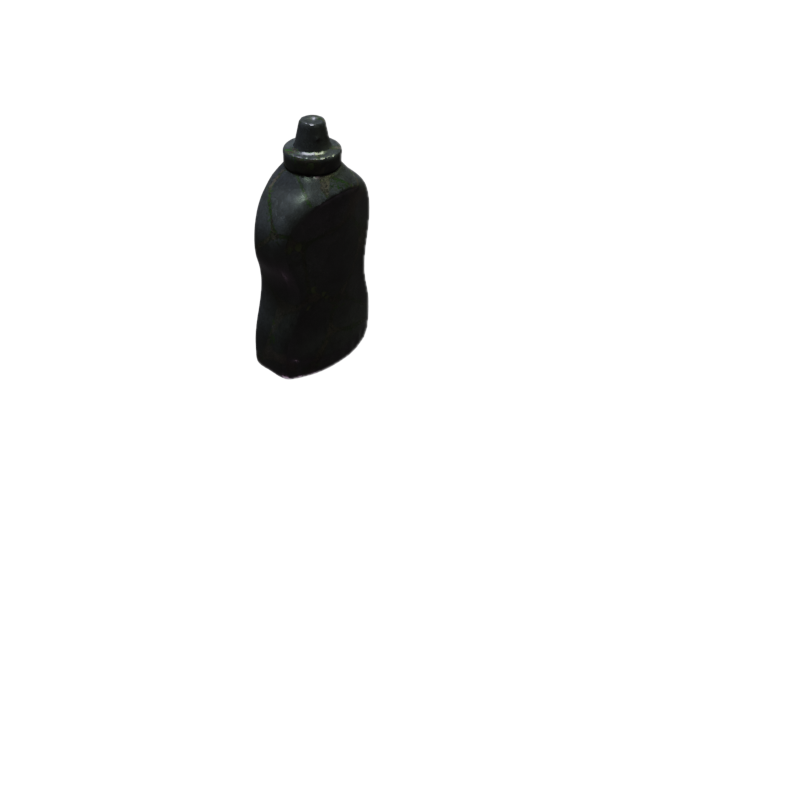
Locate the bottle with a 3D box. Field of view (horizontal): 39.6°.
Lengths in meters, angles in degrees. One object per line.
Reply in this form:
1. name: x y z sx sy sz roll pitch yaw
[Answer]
1. bottle: -0.063 -0.114 0.800 0.062 0.180 0.096 29 42 34
